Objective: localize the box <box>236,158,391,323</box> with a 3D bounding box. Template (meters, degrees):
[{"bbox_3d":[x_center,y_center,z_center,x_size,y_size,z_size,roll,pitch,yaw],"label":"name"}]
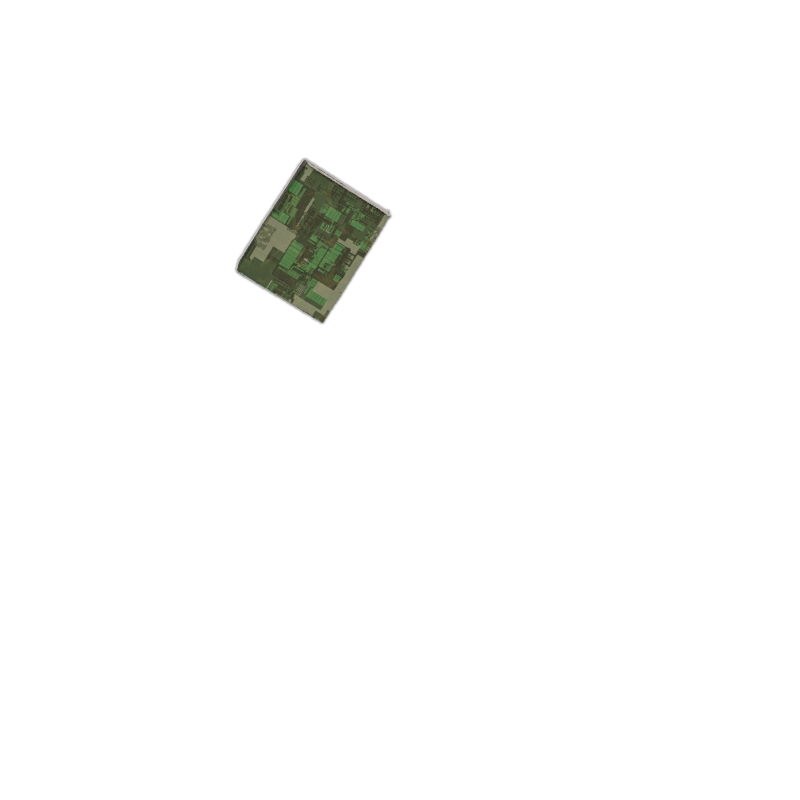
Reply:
[{"bbox_3d":[-0.075,-0.136,0.950,0.089,0.112,0.040,33,9,-7],"label":"box"}]
